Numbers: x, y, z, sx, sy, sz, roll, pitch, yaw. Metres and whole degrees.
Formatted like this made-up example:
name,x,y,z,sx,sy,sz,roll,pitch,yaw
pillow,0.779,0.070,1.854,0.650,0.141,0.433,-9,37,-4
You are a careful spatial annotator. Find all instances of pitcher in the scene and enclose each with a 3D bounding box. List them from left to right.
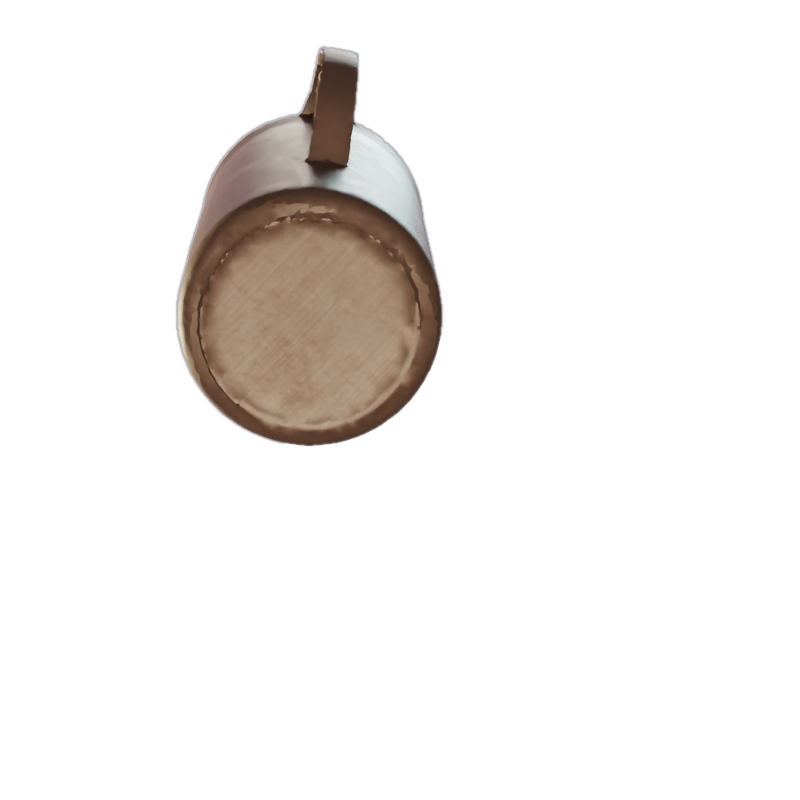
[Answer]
name,x,y,z,sx,sy,sz,roll,pitch,yaw
pitcher,-0.043,-0.079,0.555,0.144,0.145,0.252,-34,15,7
